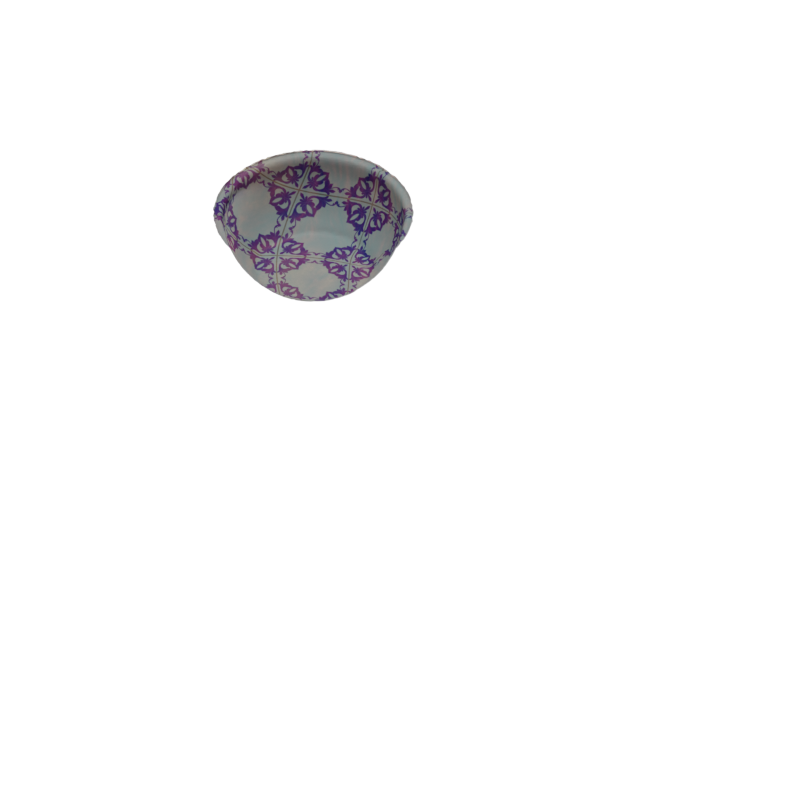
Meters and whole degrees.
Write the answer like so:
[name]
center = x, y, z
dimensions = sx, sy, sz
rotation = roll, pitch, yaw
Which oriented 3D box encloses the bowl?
[bowl]
center = -0.069, -0.126, 0.884
dimensions = 0.162, 0.059, 0.152
rotation = 1, -33, -2
